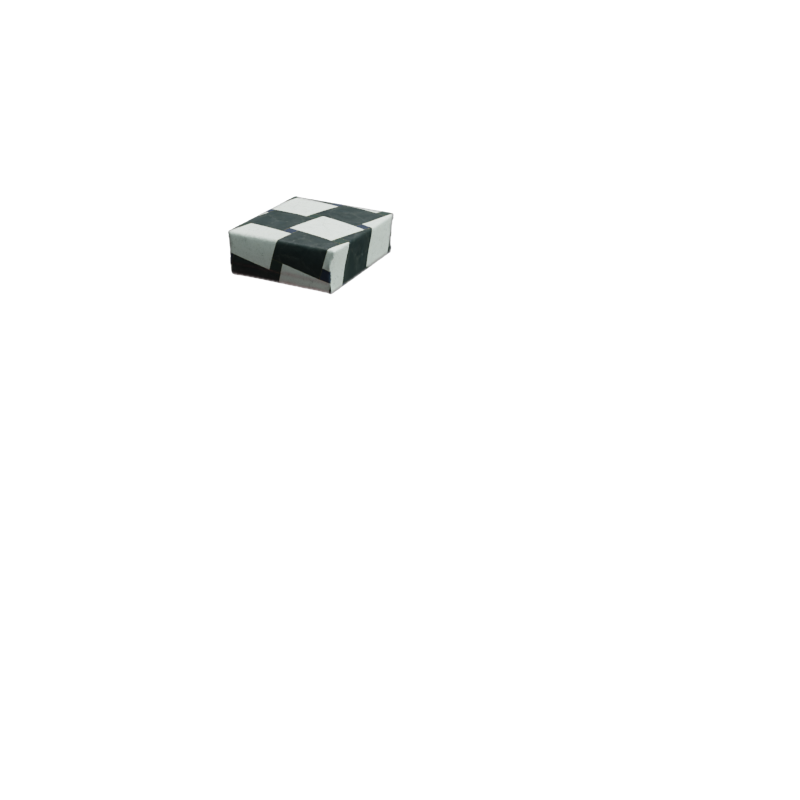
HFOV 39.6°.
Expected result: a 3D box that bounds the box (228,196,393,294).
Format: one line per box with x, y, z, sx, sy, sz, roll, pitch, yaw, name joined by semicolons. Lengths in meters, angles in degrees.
-0.068;-0.123;0.861;0.093;0.037;0.115;11;28;21;box
